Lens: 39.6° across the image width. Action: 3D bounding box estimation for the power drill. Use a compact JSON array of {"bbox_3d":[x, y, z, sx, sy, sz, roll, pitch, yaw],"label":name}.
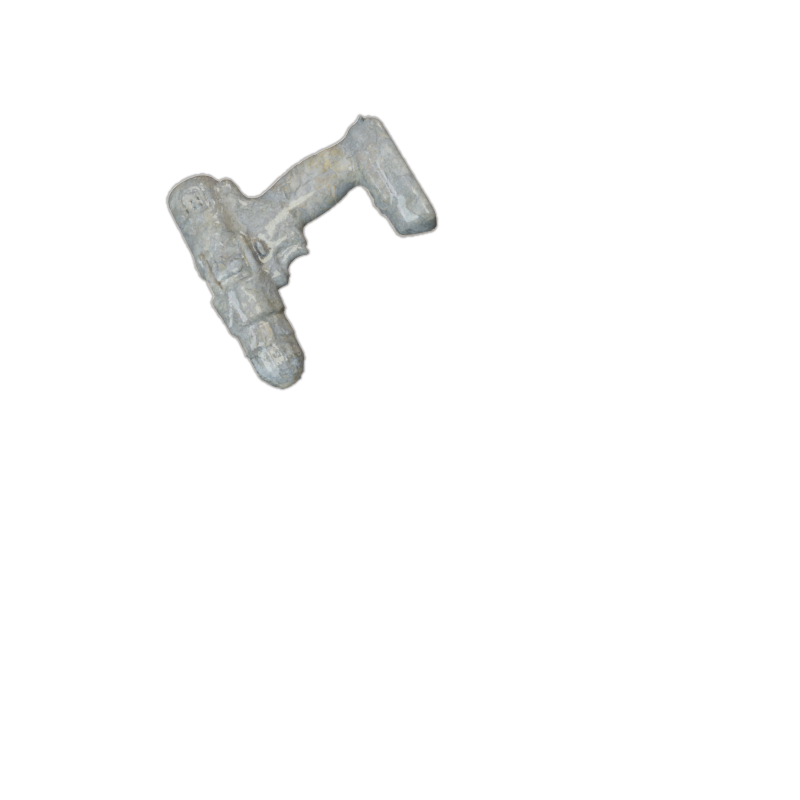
[{"bbox_3d":[-0.069,-0.125,0.877,0.187,0.189,0.056,-28,-9,-5],"label":"power drill"}]
